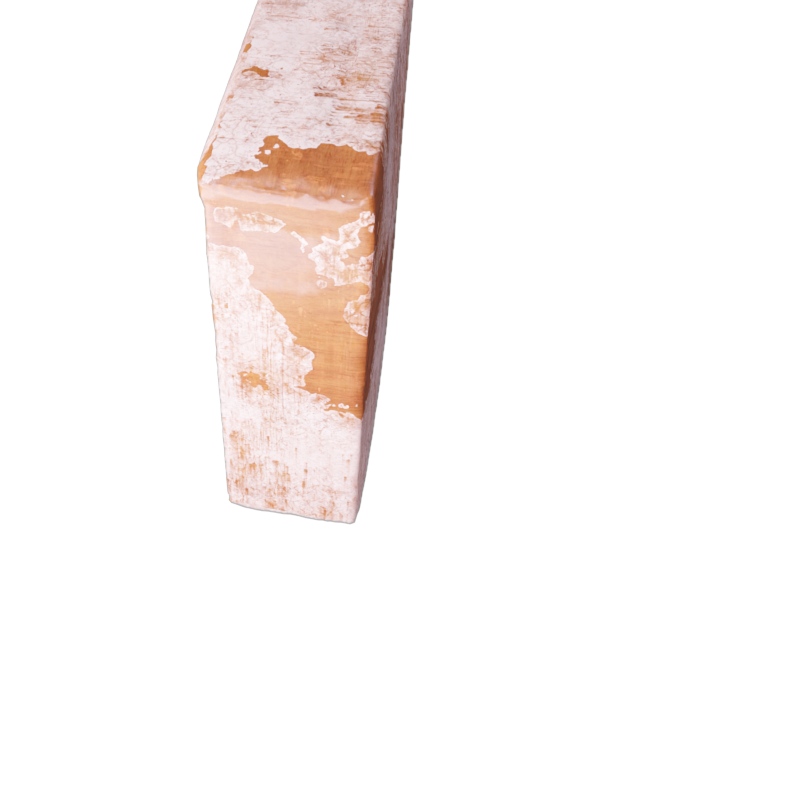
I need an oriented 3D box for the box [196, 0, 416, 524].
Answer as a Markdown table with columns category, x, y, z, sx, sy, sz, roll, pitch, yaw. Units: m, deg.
| category | x | y | z | sx | sy | sz | roll | pitch | yaw |
| --- | --- | --- | --- | --- | --- | --- | --- | --- | --- |
| box | -0.040 | -0.072 | 0.507 | 0.072 | 0.175 | 0.199 | 6 | -40 | 1 |
